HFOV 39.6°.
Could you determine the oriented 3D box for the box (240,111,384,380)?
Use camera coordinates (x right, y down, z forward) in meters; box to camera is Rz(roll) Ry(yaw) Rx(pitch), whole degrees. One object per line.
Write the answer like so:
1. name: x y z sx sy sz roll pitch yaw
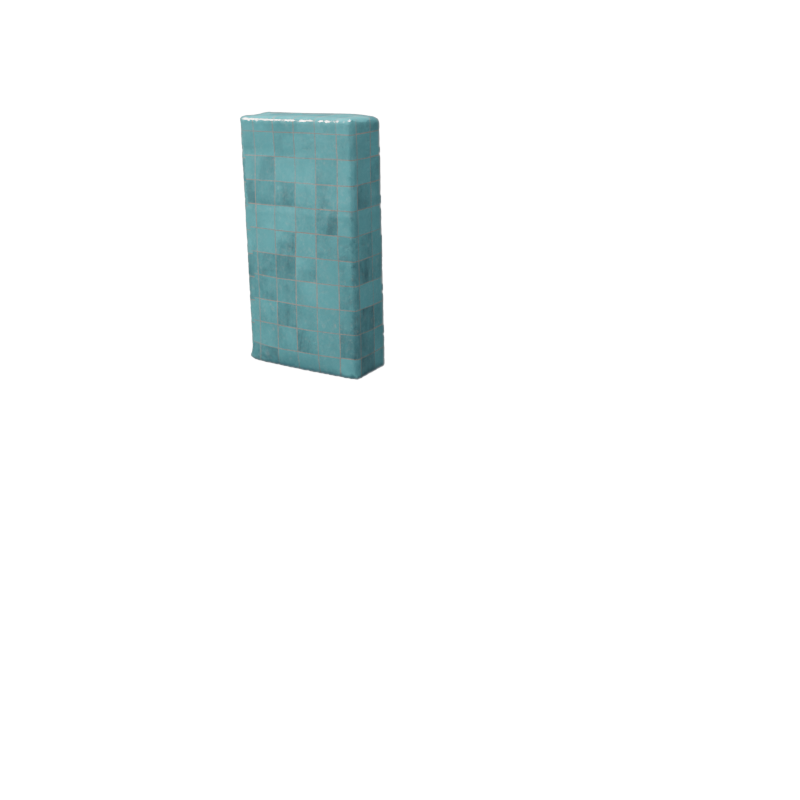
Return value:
1. box: -0.060 -0.110 0.767 0.097 0.172 0.047 8 13 32
